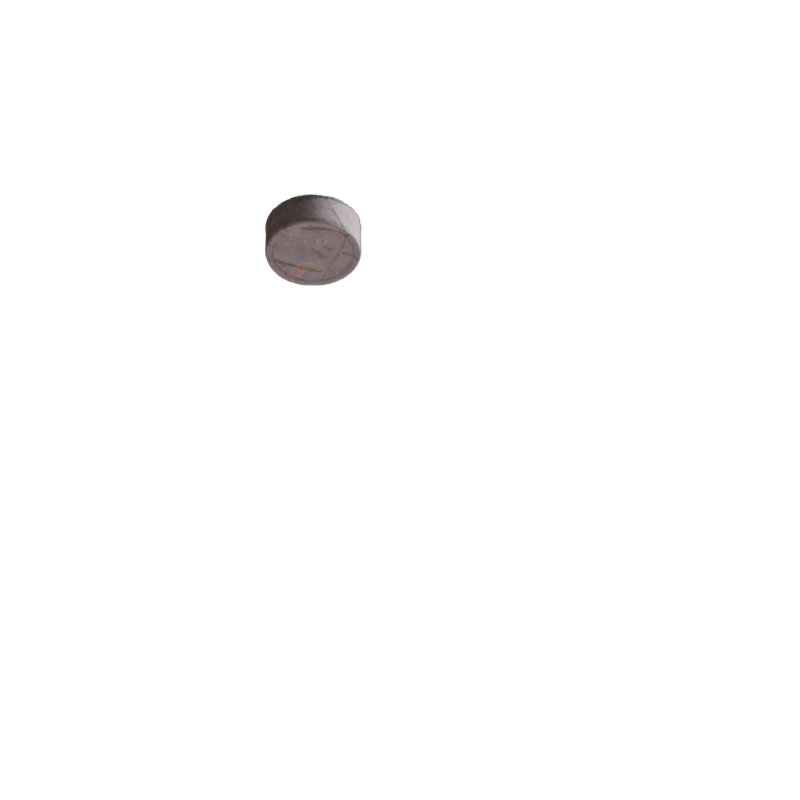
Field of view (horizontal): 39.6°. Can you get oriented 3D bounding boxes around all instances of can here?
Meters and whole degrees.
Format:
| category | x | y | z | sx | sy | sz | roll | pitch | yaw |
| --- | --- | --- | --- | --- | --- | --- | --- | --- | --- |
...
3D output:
| category | x | y | z | sx | sy | sz | roll | pitch | yaw |
| --- | --- | --- | --- | --- | --- | --- | --- | --- | --- |
| can | -0.076 | -0.139 | 0.975 | 0.086 | 0.036 | 0.080 | 1 | -39 | -2 |
